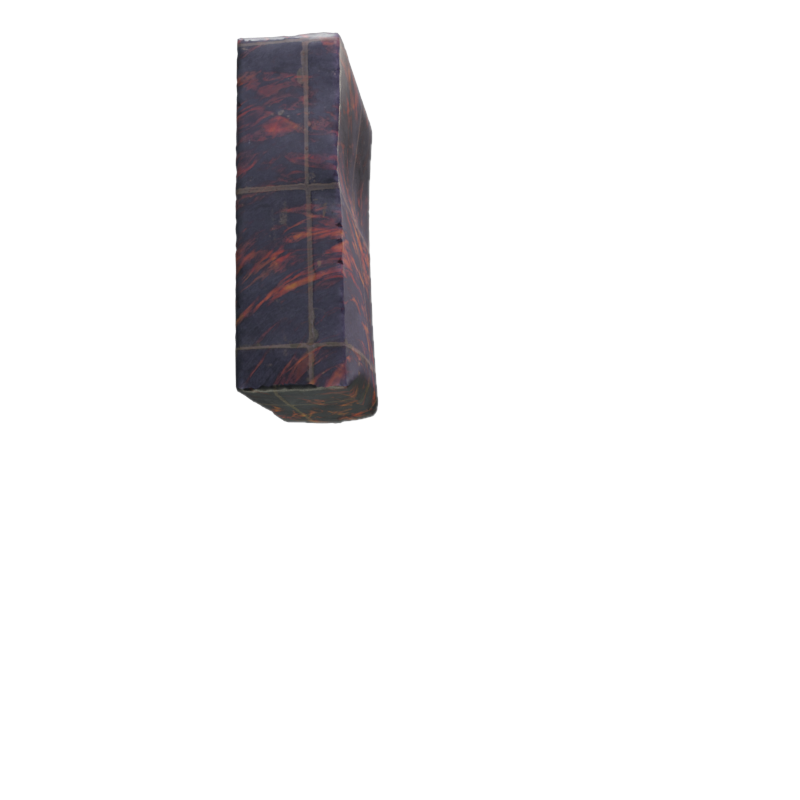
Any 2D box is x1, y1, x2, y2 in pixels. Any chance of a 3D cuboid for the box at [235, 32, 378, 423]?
[{"bbox_3d":[-0.055,-0.100,0.703,0.072,0.221,0.158,-2,-13,5],"label":"box"}]
